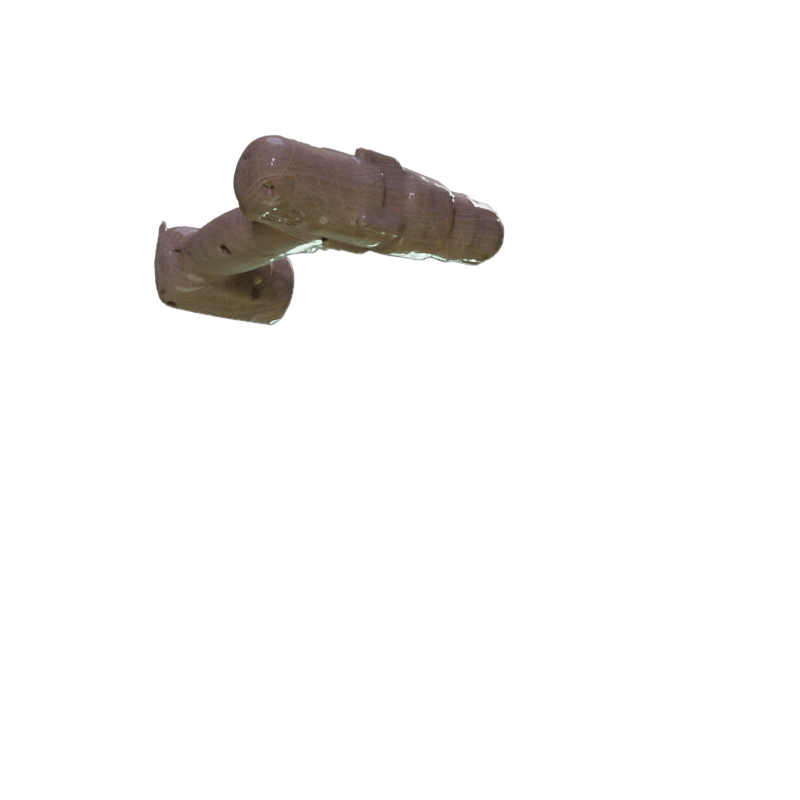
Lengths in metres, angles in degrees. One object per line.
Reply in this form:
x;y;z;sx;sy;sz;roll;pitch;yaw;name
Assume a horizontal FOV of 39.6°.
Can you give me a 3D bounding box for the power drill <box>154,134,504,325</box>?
-0.054;-0.099;0.696;0.175;0.060;0.188;13;-21;-35;power drill
